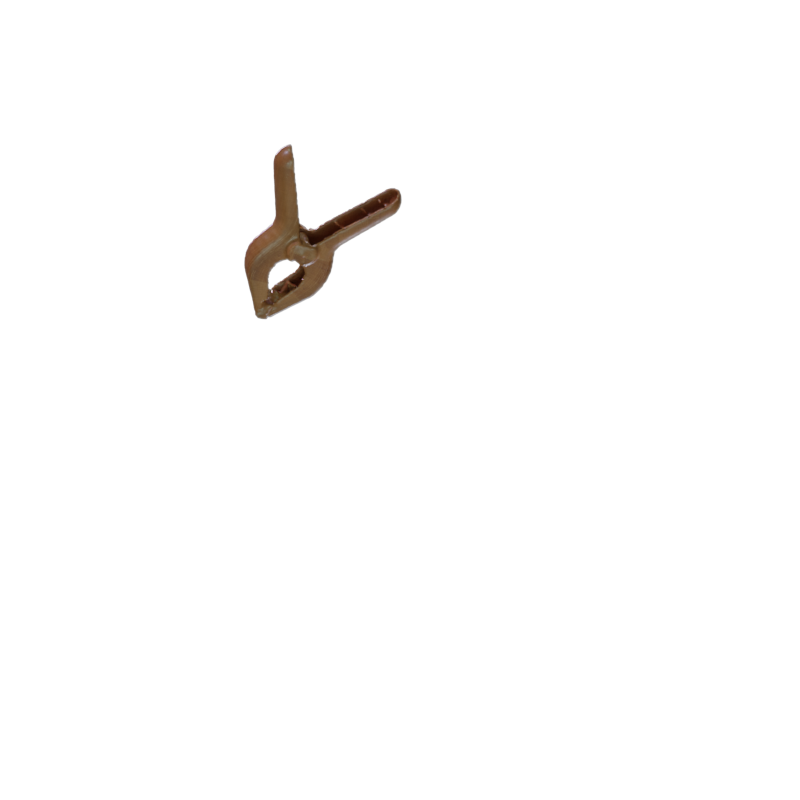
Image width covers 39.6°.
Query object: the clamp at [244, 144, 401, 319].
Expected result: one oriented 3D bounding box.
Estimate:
[{"bbox_3d":[-0.077,-0.140,0.983,0.117,0.164,0.042,17,36,-13],"label":"clamp"}]
